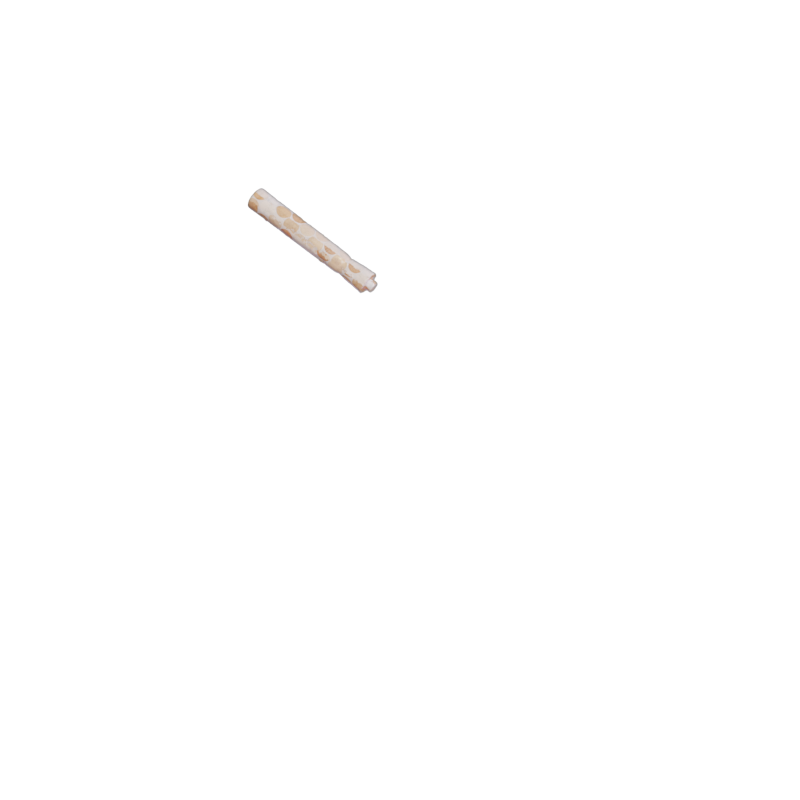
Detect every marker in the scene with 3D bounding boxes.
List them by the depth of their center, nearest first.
[{"bbox_3d":[-0.067,-0.122,0.855,0.126,0.019,0.019,39,15,17],"label":"marker"}]
